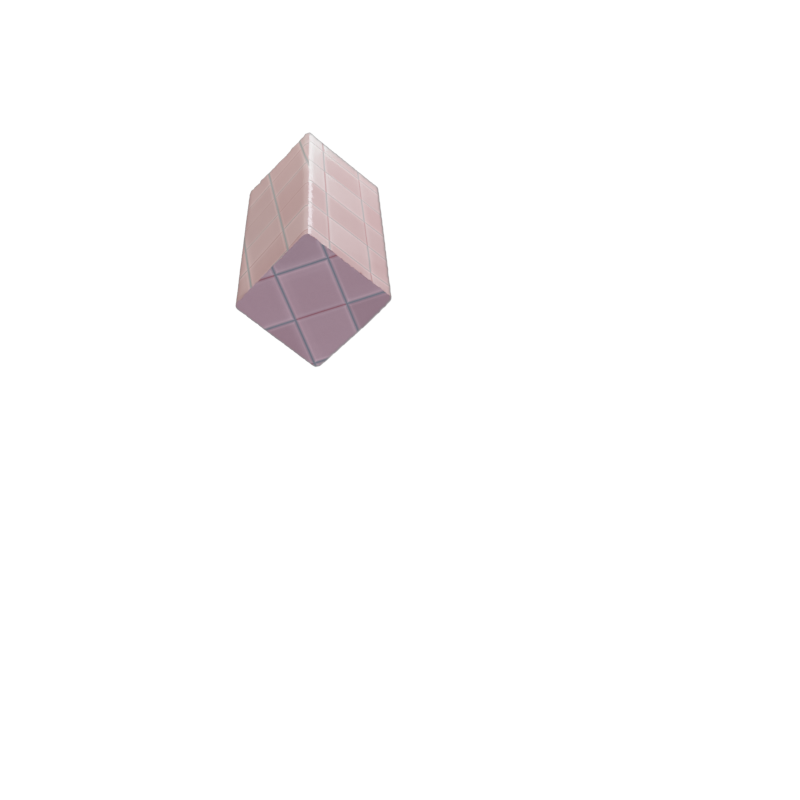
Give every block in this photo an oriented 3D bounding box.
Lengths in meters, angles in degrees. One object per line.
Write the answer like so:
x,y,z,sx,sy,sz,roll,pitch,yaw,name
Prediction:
-0.074,-0.135,0.949,0.086,0.089,0.220,37,24,-24,block
